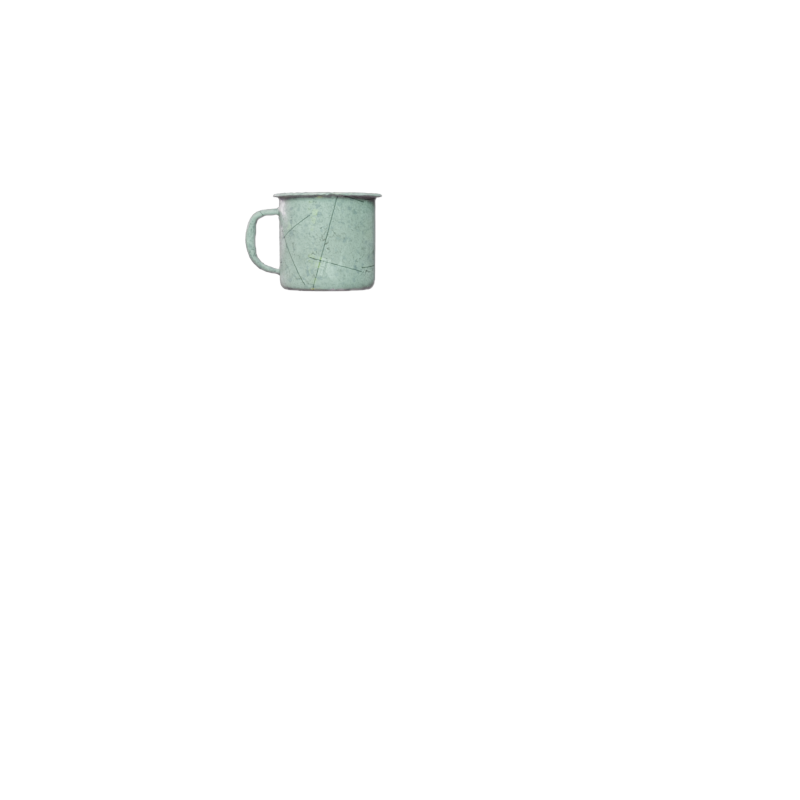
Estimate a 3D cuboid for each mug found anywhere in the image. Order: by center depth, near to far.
[{"bbox_3d":[-0.074,-0.135,0.946,0.117,0.081,0.094,0,5,1],"label":"mug"}]
